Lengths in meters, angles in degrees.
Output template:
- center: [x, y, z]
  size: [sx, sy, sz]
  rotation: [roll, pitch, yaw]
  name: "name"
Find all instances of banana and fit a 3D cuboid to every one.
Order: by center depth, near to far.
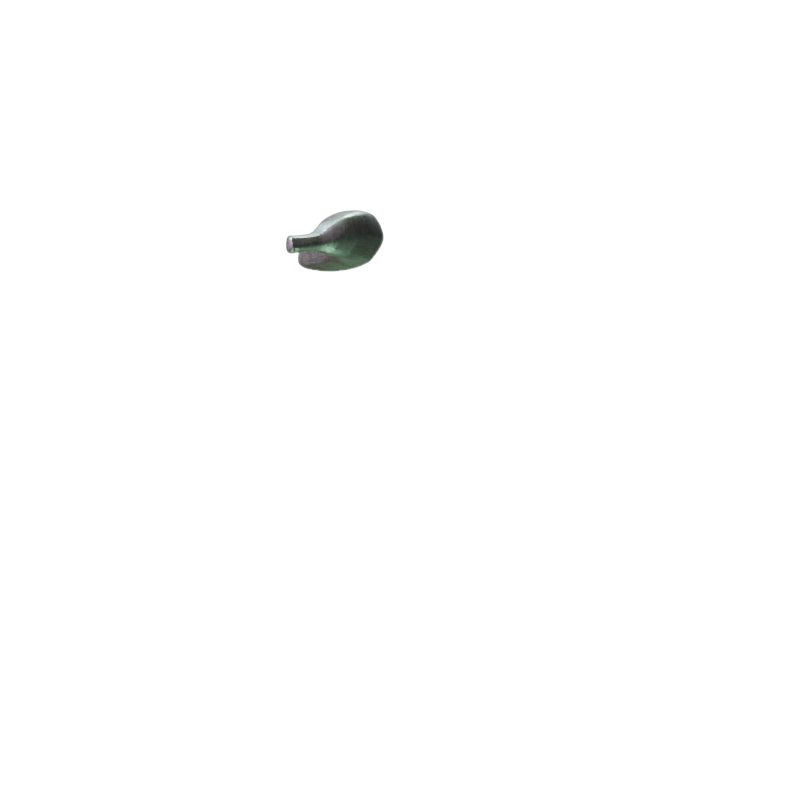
- center: [-0.048, -0.121, 0.848]
  size: [0.069, 0.037, 0.197]
  rotation: [0, 2, -2]
  name: "banana"
